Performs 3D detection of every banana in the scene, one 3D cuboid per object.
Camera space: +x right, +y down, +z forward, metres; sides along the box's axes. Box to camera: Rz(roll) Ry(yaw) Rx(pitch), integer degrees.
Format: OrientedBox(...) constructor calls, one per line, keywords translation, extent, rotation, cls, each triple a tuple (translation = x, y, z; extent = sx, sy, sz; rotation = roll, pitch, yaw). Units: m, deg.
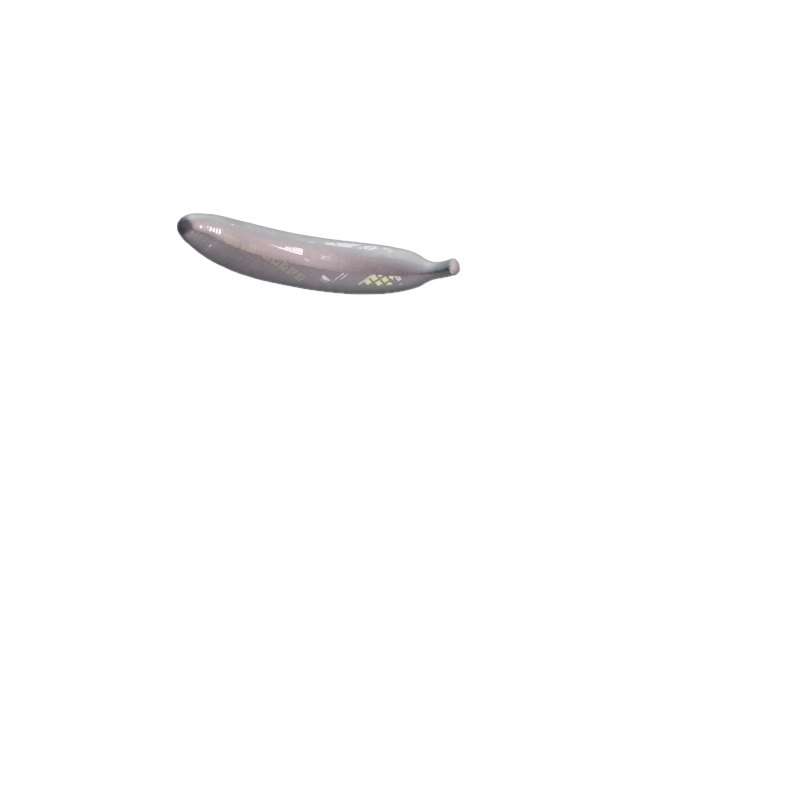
OrientedBox(translation=(-0.062, -0.102, 0.778), extent=(0.193, 0.039, 0.067), rotation=(5, -22, -15), cls="banana")
